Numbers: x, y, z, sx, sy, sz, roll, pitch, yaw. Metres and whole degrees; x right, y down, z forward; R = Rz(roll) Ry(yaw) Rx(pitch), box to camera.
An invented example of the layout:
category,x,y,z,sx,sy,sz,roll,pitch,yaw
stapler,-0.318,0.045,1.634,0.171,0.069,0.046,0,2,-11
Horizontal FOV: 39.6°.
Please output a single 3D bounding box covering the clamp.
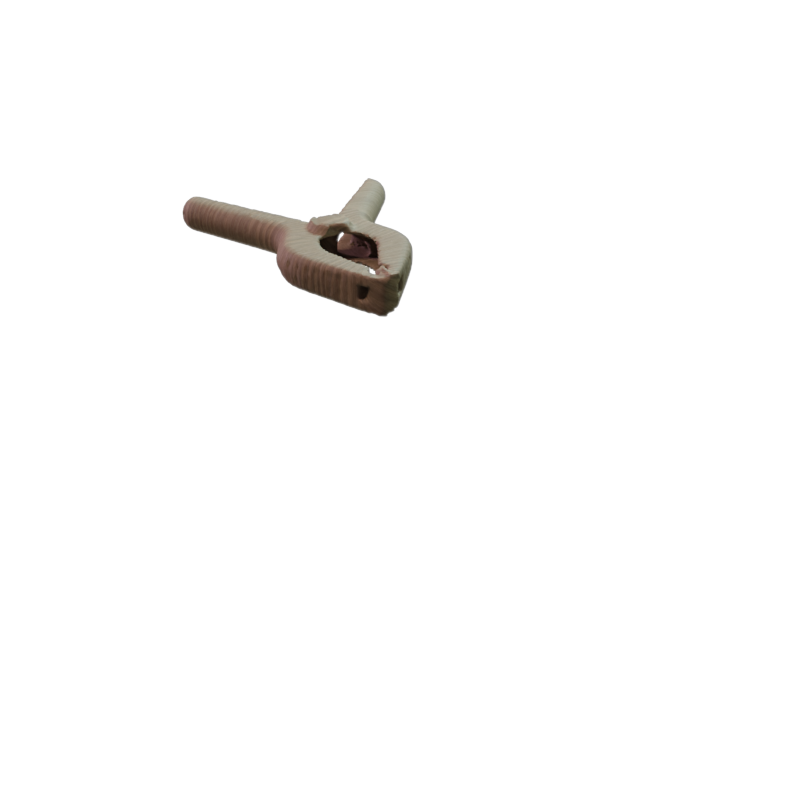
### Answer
category,x,y,z,sx,sy,sz,roll,pitch,yaw
clamp,-0.062,-0.113,0.790,0.162,0.034,0.225,-8,29,-15
